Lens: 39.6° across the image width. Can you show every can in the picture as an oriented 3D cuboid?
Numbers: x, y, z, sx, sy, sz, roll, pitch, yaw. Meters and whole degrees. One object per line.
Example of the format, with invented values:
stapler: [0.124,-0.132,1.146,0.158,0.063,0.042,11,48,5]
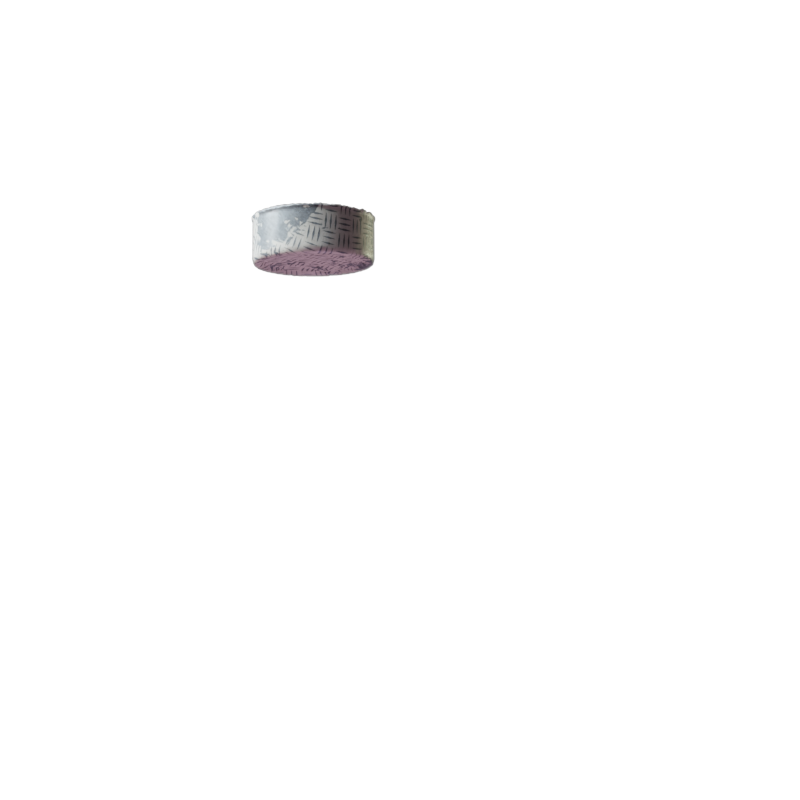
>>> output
can: [-0.060,-0.109,0.765,0.086,0.034,0.084,0,-6,-2]
